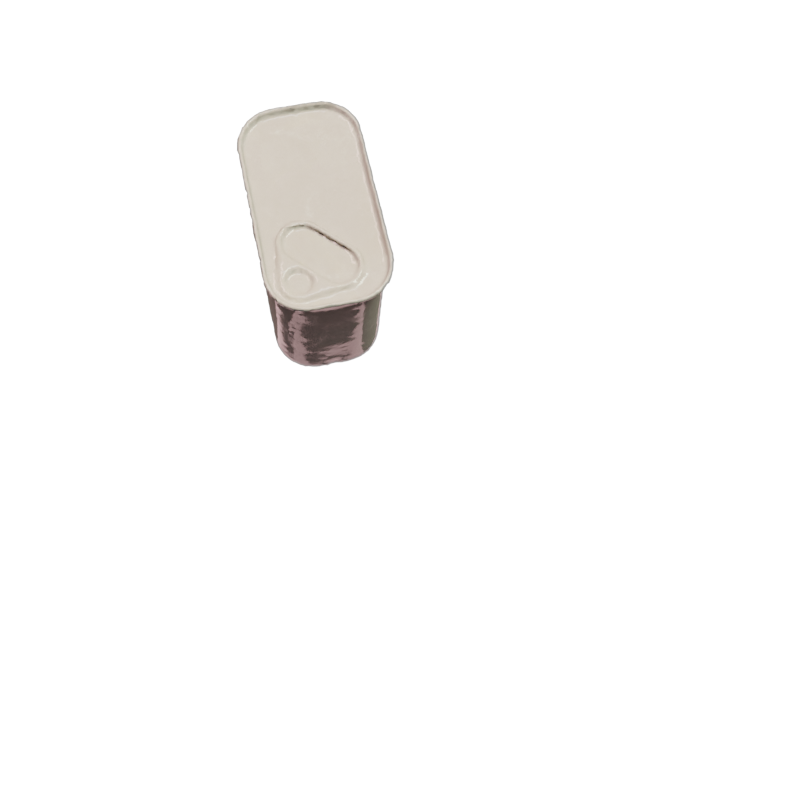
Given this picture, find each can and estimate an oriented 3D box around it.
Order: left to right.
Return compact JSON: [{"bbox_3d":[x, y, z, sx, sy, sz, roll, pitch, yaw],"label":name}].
[{"bbox_3d":[-0.041,-0.075,0.525,0.057,0.108,0.080,-11,-22,-7],"label":"can"}]
